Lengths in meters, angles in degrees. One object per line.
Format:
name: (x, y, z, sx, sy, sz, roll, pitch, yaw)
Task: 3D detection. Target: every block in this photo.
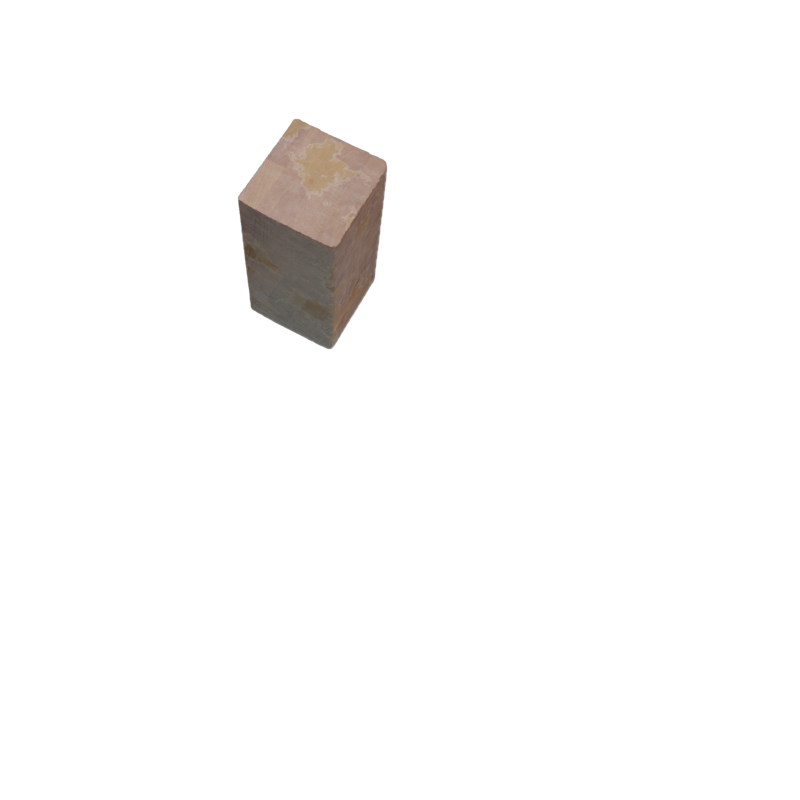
block: (-0.074, -0.136, 0.955, 0.092, 0.093, 0.196, 28, -21, 8)
